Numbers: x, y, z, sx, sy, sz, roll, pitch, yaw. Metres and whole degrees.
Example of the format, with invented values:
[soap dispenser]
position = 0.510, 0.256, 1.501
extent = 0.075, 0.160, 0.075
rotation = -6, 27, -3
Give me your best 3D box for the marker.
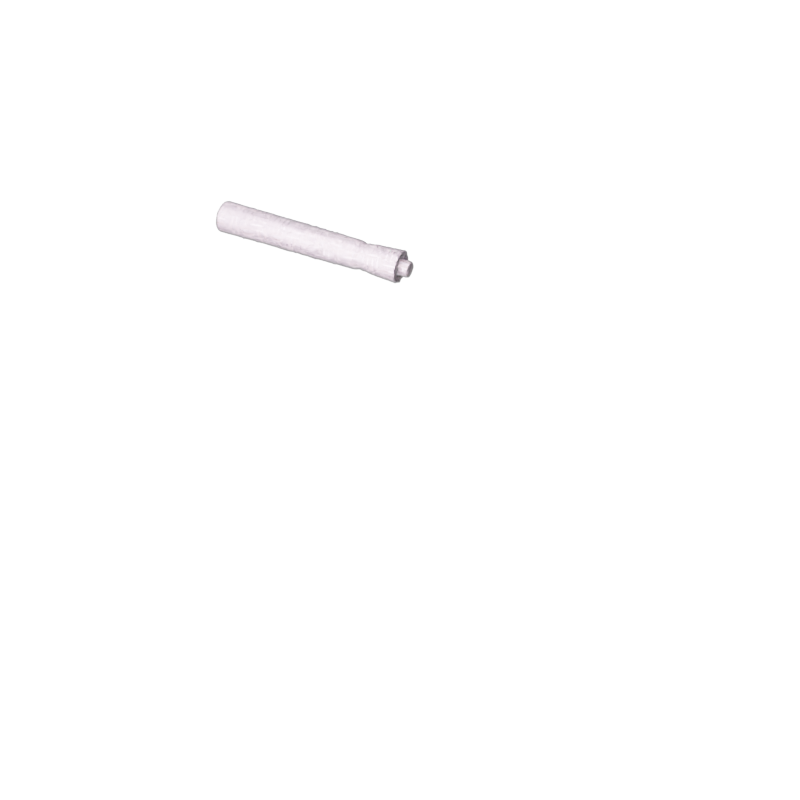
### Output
[marker]
position = -0.049, -0.090, 0.630
extent = 0.126, 0.019, 0.019
rotation = 19, 11, 23
